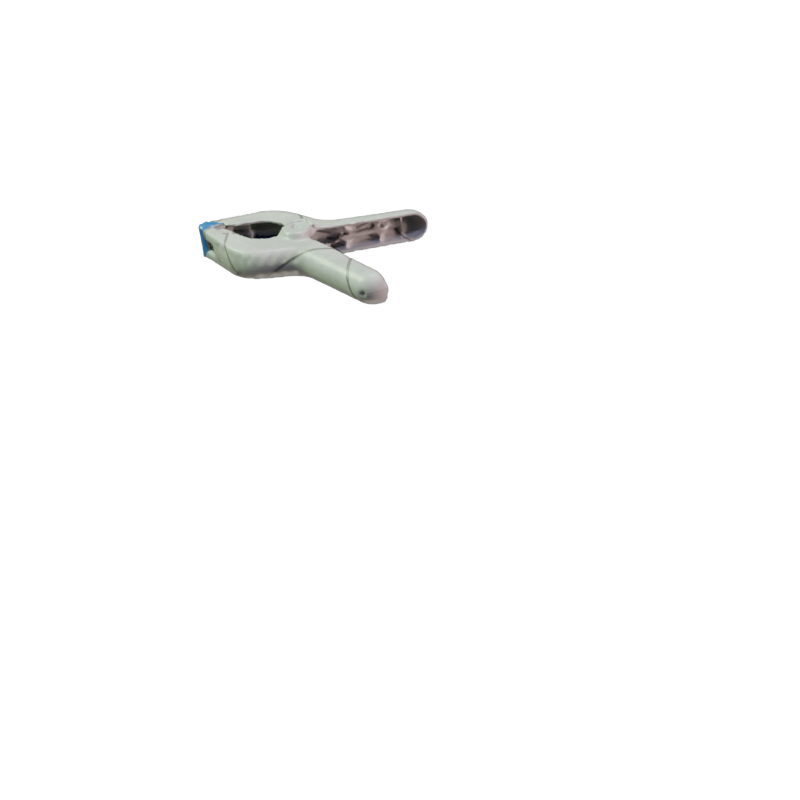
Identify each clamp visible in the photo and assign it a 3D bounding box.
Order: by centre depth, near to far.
[{"bbox_3d":[-0.065,-0.119,0.835,0.179,0.037,0.122,14,31,24],"label":"clamp"}]
